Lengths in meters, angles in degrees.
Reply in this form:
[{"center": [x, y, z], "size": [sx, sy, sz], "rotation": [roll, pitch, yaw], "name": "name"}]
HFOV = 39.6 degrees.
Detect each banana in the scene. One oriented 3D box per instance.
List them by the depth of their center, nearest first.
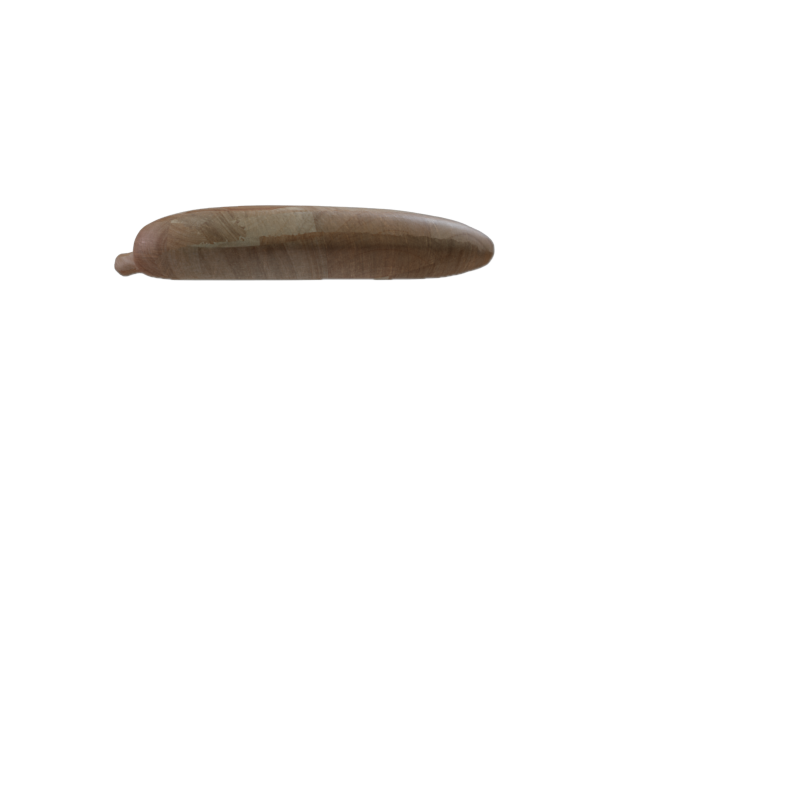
[{"center": [-0.046, -0.078, 0.550], "size": [0.197, 0.036, 0.071], "rotation": [0, 8, -3], "name": "banana"}]
